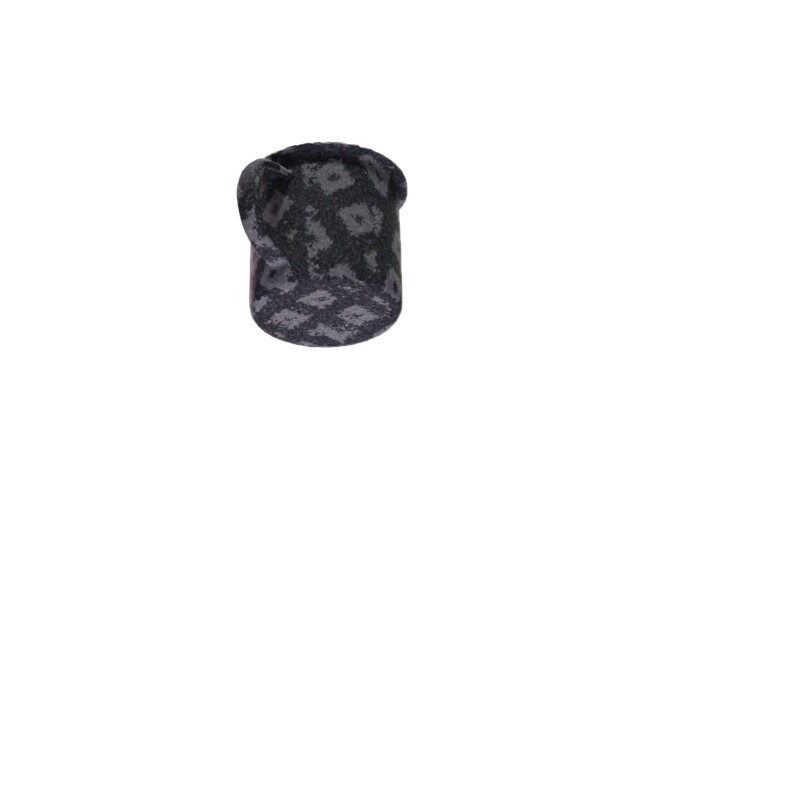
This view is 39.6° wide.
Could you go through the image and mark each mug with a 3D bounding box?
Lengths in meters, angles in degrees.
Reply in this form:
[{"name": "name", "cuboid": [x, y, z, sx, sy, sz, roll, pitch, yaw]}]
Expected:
[{"name": "mug", "cuboid": [-0.047, -0.085, 0.595, 0.094, 0.087, 0.109, -17, -31, 27]}]
